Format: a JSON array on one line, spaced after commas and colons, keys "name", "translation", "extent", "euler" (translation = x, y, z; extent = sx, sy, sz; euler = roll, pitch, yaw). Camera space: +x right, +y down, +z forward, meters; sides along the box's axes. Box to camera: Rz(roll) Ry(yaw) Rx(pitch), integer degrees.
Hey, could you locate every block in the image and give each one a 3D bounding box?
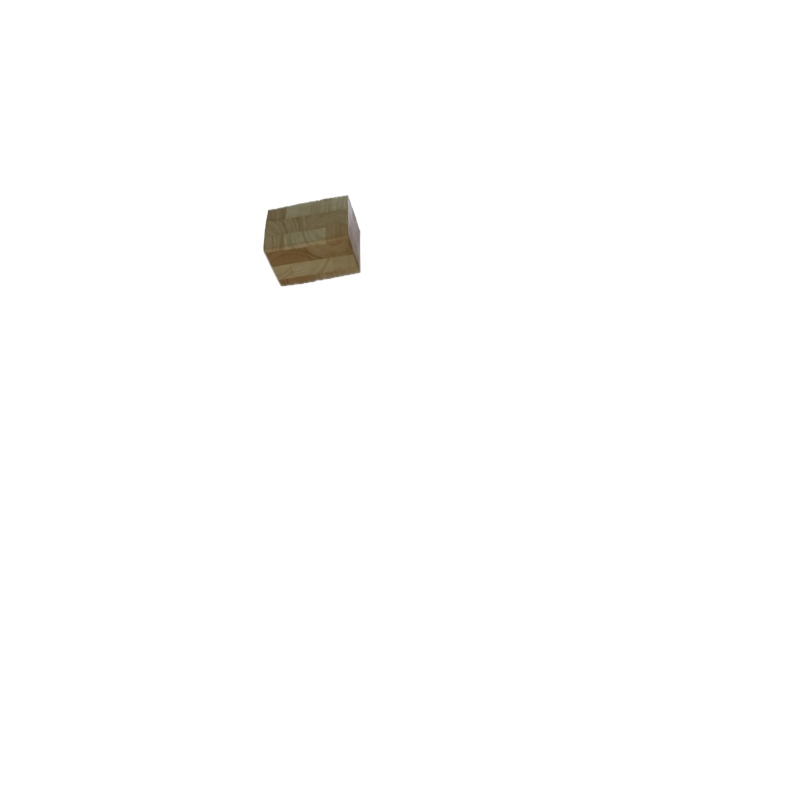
[{"name": "block", "translation": [-0.078, -0.142, 0.996], "extent": [0.079, 0.055, 0.049], "euler": [-9, -40, 10]}]
